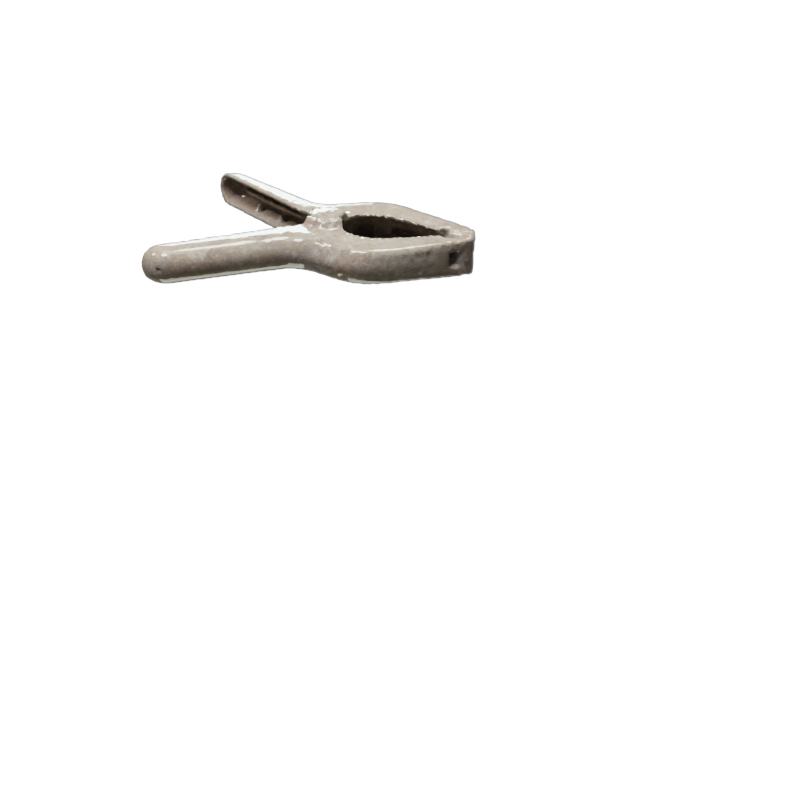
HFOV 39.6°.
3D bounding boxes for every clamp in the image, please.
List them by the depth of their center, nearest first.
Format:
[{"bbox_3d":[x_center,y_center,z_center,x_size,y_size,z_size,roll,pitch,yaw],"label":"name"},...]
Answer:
[{"bbox_3d":[-0.058,-0.106,0.743,0.216,0.034,0.169,11,32,17],"label":"clamp"}]
